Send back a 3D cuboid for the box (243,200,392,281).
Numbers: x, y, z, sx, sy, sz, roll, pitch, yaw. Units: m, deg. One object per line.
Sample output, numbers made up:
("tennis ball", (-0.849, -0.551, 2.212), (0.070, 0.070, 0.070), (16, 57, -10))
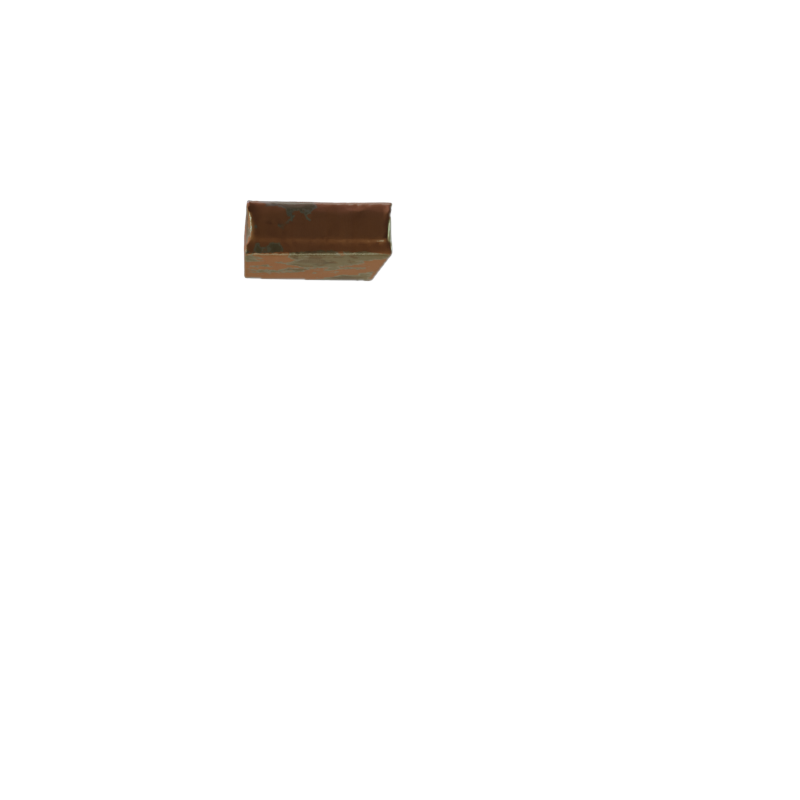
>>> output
("box", (-0.046, -0.083, 0.582), (0.073, 0.031, 0.088), (0, -3, -6))
